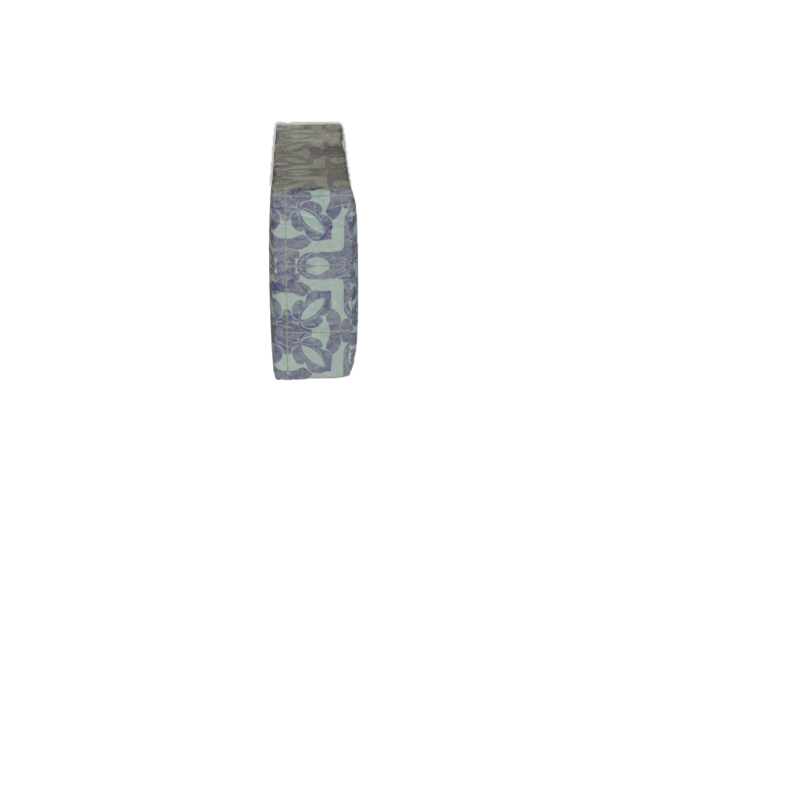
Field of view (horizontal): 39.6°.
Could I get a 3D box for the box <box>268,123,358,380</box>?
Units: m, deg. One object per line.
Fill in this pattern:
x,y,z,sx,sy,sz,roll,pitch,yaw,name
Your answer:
-0.076,-0.138,0.967,0.072,0.156,0.225,-1,25,-4,box
